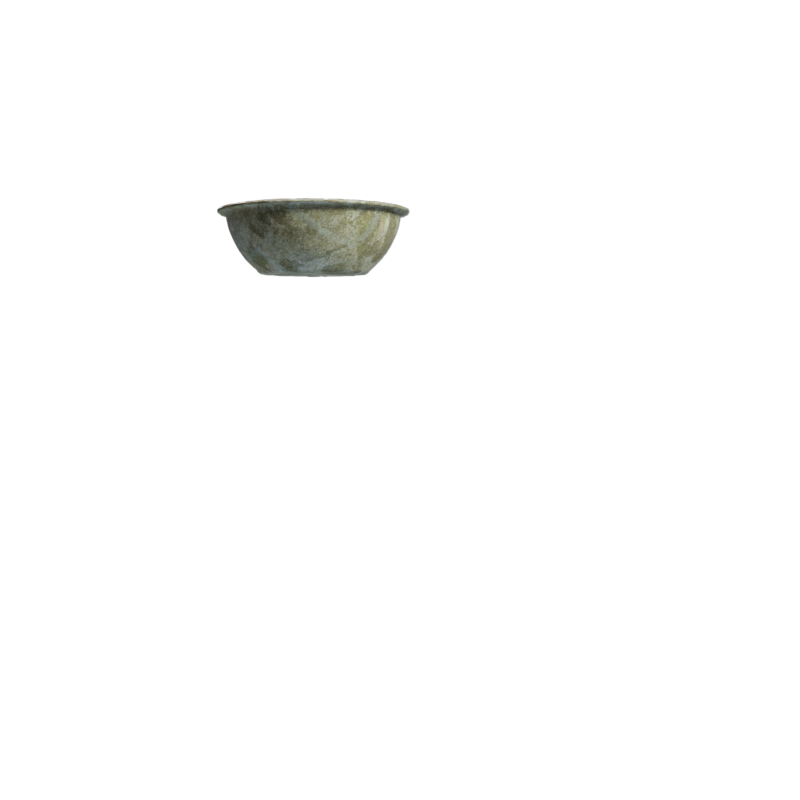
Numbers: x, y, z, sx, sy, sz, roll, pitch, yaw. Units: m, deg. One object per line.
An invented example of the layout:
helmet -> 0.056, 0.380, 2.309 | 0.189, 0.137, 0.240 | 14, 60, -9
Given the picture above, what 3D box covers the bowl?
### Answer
bowl -> -0.073, -0.133, 0.929 | 0.162, 0.055, 0.162 | 0, 3, -2
